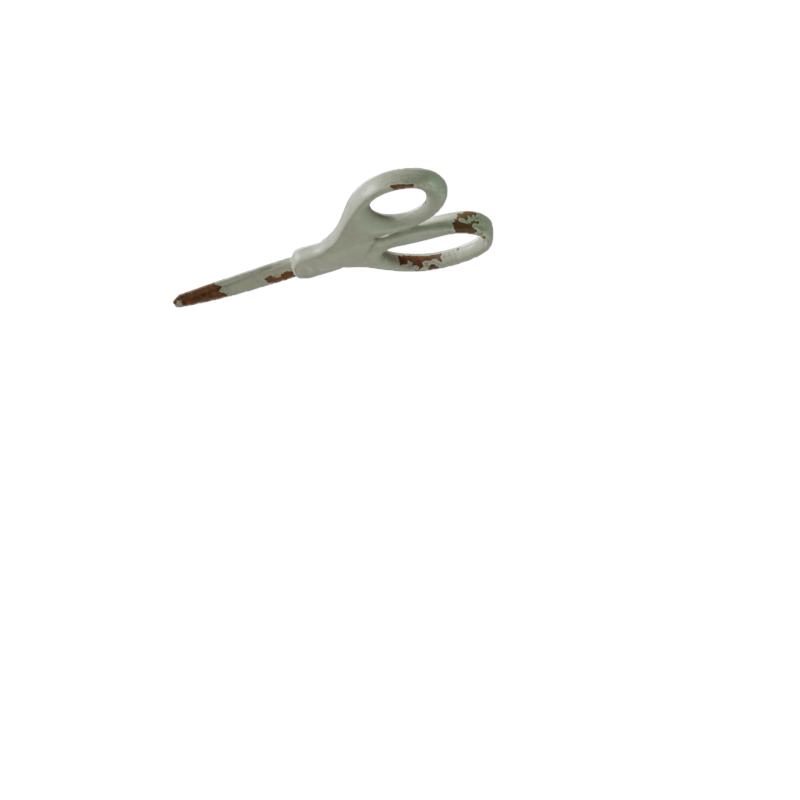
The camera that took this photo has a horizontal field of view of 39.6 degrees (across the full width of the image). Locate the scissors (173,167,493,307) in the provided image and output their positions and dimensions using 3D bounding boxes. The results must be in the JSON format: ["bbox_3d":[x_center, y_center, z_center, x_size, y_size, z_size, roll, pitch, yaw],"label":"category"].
[{"bbox_3d":[-0.050,-0.090,0.633,0.204,0.017,0.089,-6,-30,11],"label":"scissors"}]
